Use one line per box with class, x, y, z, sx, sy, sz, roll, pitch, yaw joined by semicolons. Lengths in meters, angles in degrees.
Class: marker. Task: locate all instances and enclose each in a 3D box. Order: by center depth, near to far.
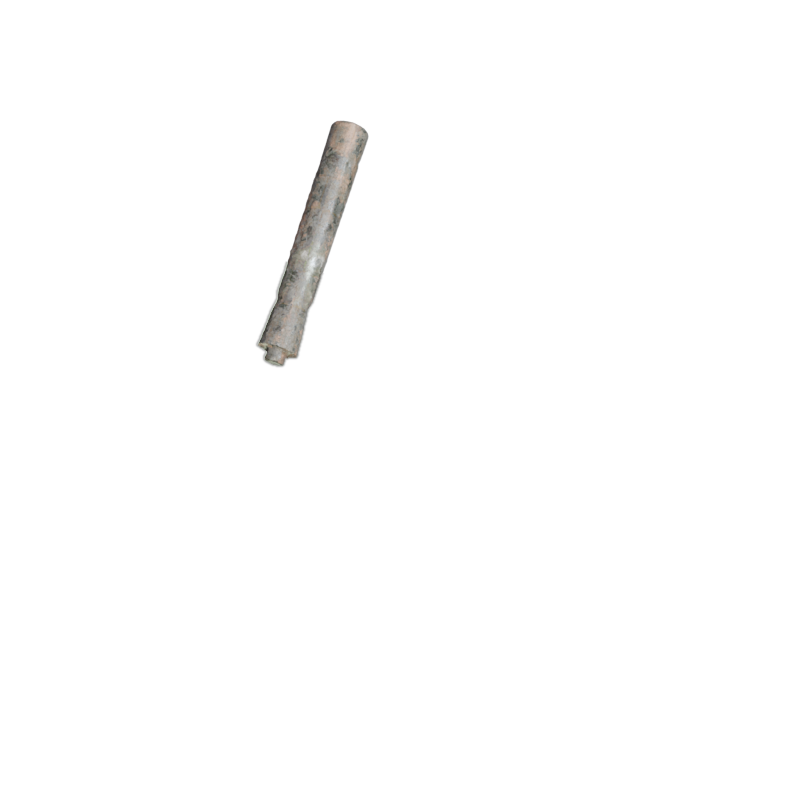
marker;-0.040;-0.073;0.514;0.020;0.125;0.019;15;-19;2
